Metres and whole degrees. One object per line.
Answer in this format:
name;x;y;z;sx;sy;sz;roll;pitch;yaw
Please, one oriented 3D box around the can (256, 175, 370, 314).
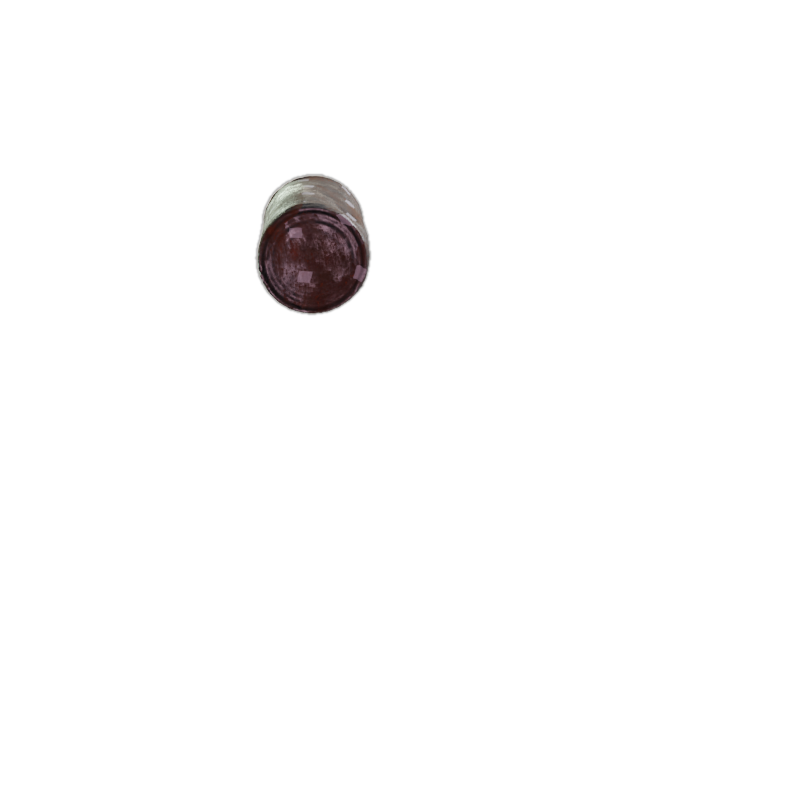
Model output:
can;-0.055;-0.099;0.696;0.068;0.066;0.106;0;19;-3
